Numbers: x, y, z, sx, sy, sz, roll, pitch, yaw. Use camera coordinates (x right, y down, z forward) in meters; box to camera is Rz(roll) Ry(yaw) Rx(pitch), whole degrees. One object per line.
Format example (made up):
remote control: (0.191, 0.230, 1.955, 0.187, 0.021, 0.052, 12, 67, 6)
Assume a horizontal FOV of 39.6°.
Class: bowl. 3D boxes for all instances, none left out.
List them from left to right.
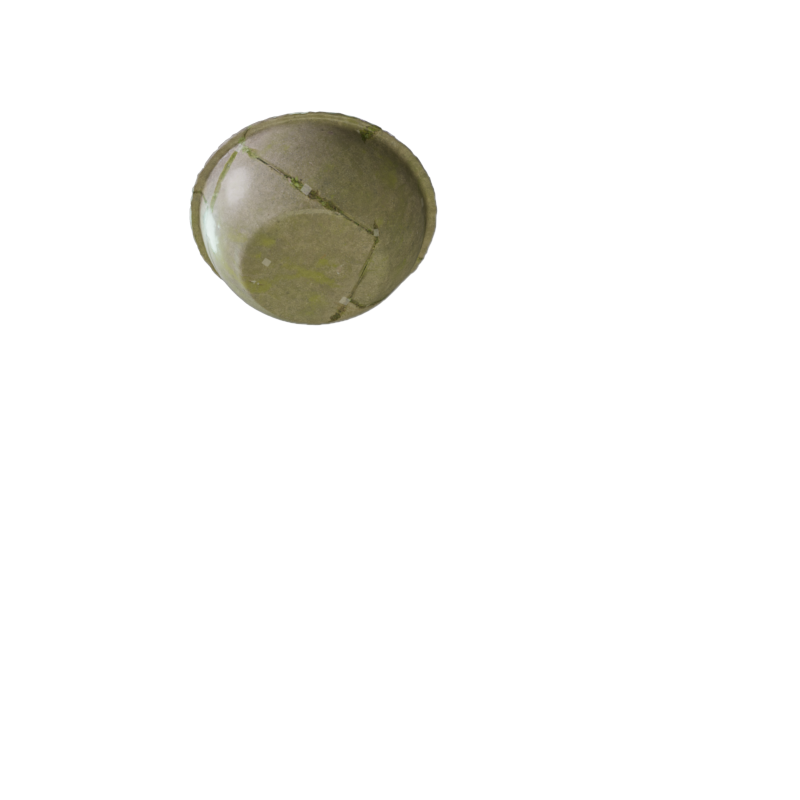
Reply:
bowl: (-0.055, -0.101, 0.704, 0.162, 0.151, 0.059, 1, 41, -1)
